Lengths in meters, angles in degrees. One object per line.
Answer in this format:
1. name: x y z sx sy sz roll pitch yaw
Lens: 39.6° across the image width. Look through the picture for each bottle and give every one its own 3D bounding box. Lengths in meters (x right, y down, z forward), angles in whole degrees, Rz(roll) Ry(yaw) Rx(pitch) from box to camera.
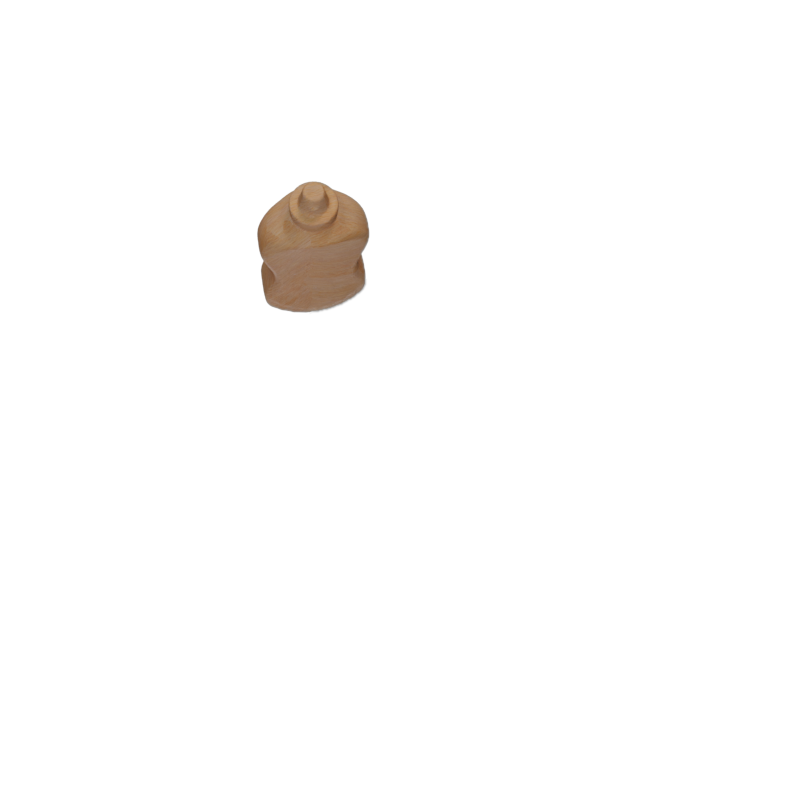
1. bottle: -0.076 -0.138 0.968 0.095 0.062 0.183 -7 -19 -6
